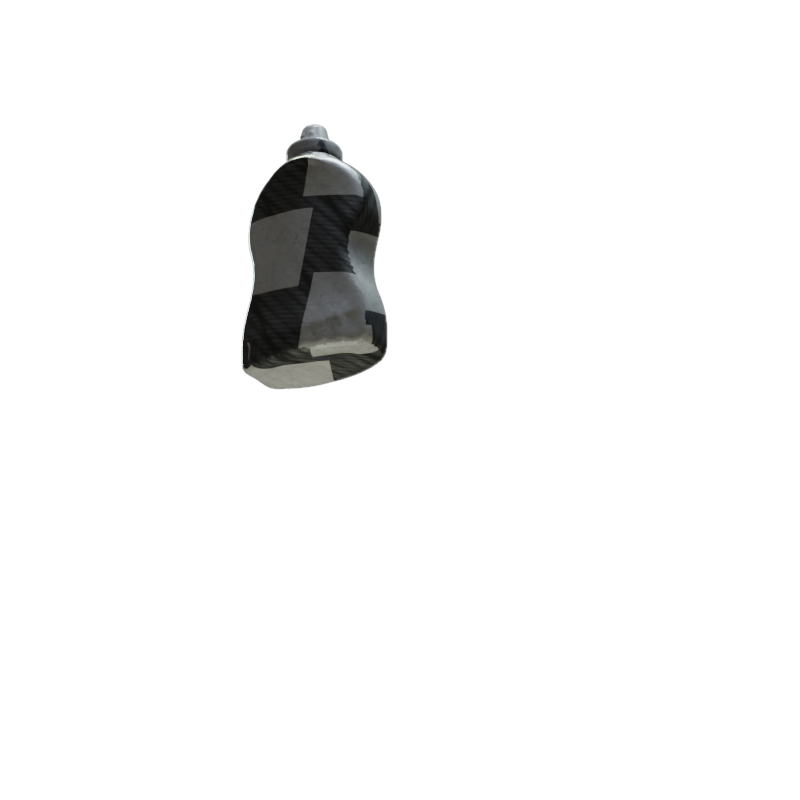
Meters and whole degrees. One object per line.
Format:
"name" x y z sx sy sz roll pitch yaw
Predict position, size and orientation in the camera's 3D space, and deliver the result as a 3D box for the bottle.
"bottle" -0.059 -0.108 0.758 0.097 0.204 0.054 -18 -33 26
